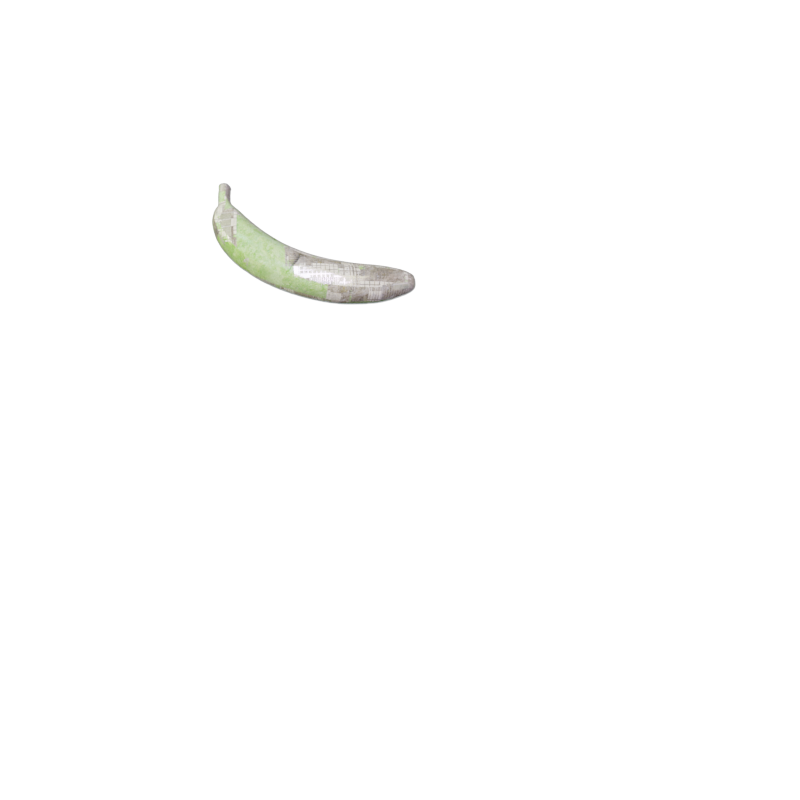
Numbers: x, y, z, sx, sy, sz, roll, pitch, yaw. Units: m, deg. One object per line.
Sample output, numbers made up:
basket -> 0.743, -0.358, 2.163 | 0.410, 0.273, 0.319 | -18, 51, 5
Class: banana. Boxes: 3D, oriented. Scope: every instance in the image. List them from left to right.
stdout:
banana -> -0.087, -0.122, 0.948 | 0.203, 0.071, 0.035 | 28, -20, 11
